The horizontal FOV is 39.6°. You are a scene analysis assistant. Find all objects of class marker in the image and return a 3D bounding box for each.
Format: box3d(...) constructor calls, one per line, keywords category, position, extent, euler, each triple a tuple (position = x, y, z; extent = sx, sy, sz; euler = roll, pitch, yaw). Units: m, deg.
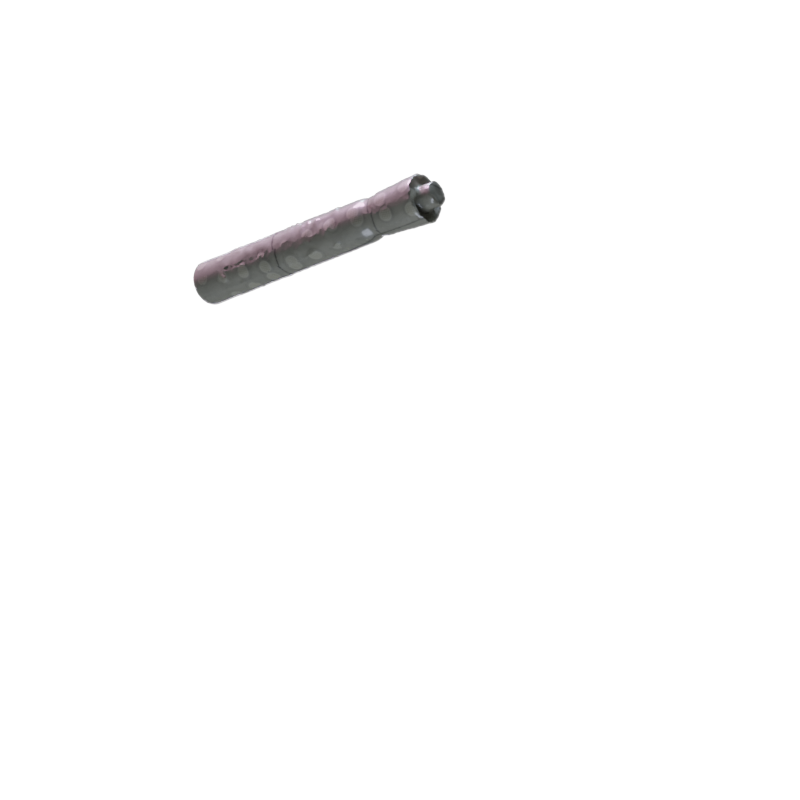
box3d(category="marker", position=(-0.034, -0.062, 0.431), extent=(0.123, 0.020, 0.019), euler=(-15, -6, 38))
